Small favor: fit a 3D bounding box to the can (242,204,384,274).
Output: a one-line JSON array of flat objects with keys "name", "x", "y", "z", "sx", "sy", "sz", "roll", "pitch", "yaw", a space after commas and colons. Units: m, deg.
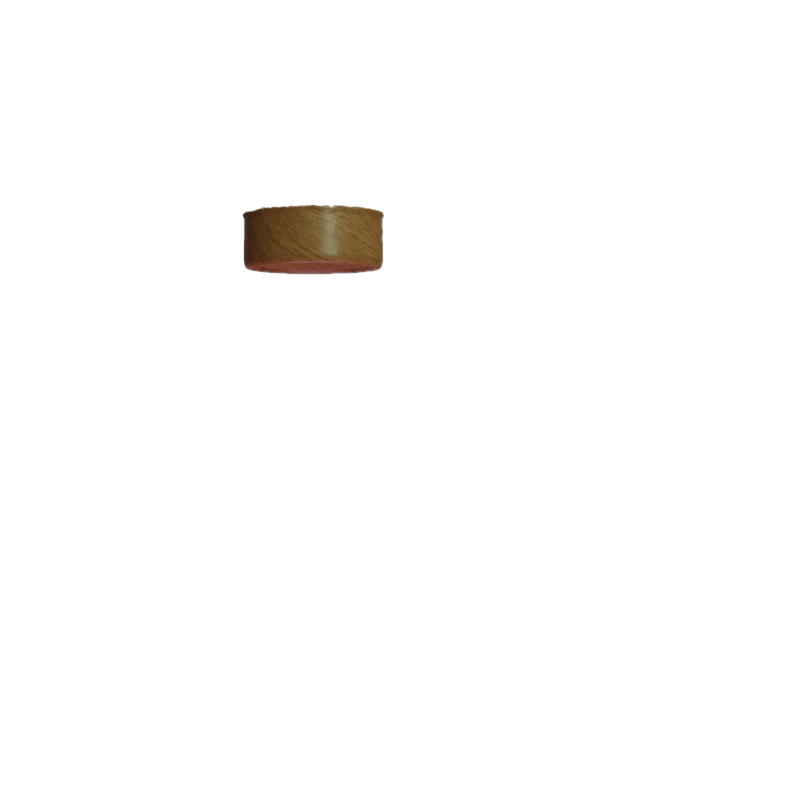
[{"name": "can", "x": -0.053, "y": -0.096, "z": 0.672, "sx": 0.086, "sy": 0.034, "sz": 0.085, "roll": 0, "pitch": 1, "yaw": -2}]
